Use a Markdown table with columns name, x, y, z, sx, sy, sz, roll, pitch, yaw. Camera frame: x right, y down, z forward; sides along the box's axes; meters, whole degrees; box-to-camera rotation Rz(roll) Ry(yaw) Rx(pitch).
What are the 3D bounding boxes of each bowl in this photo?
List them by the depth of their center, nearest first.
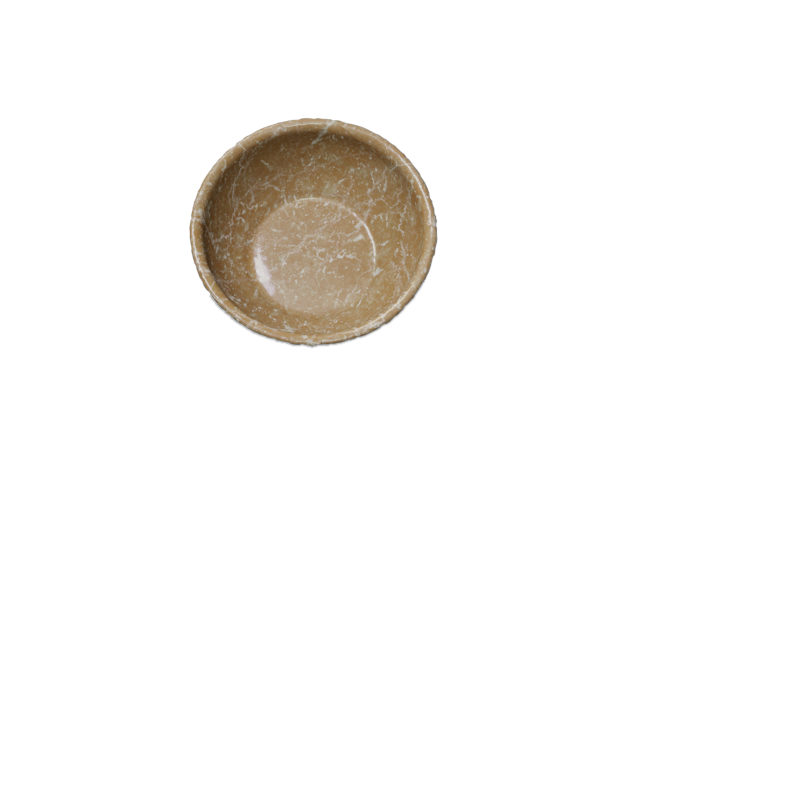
| name | x | y | z | sx | sy | sz | roll | pitch | yaw |
| --- | --- | --- | --- | --- | --- | --- | --- | --- | --- |
| bowl | -0.058 | -0.106 | 0.745 | 0.162 | 0.170 | 0.052 | -1 | -21 | -1 |
